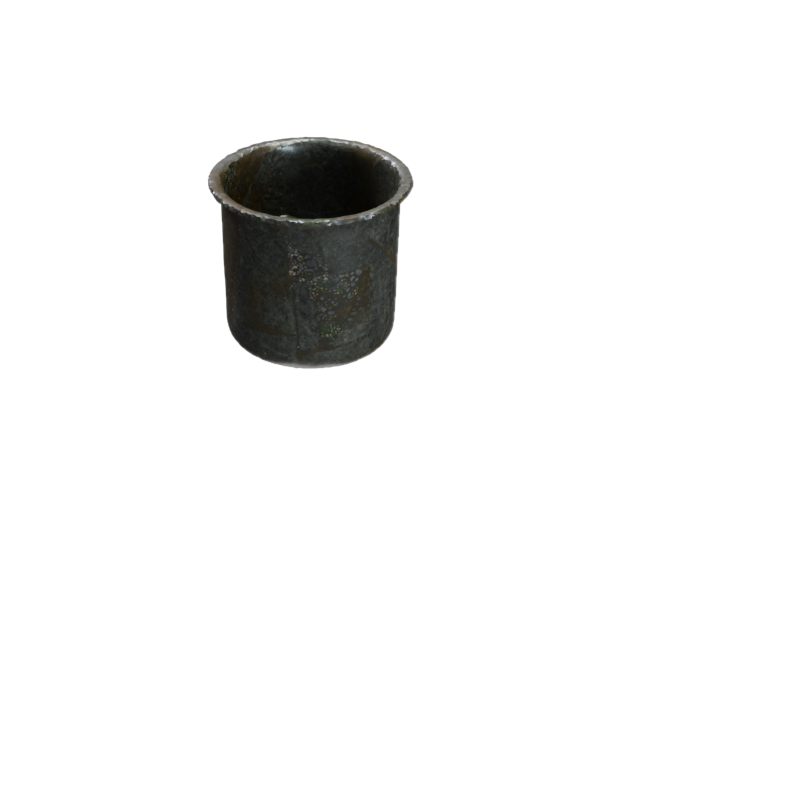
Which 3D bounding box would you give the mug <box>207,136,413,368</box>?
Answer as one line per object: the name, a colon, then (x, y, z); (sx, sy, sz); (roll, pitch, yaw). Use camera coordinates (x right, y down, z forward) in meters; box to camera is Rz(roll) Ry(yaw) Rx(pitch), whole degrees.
mug: (-0.042, -0.076, 0.532); (0.094, 0.077, 0.124); (3, 33, 2)
